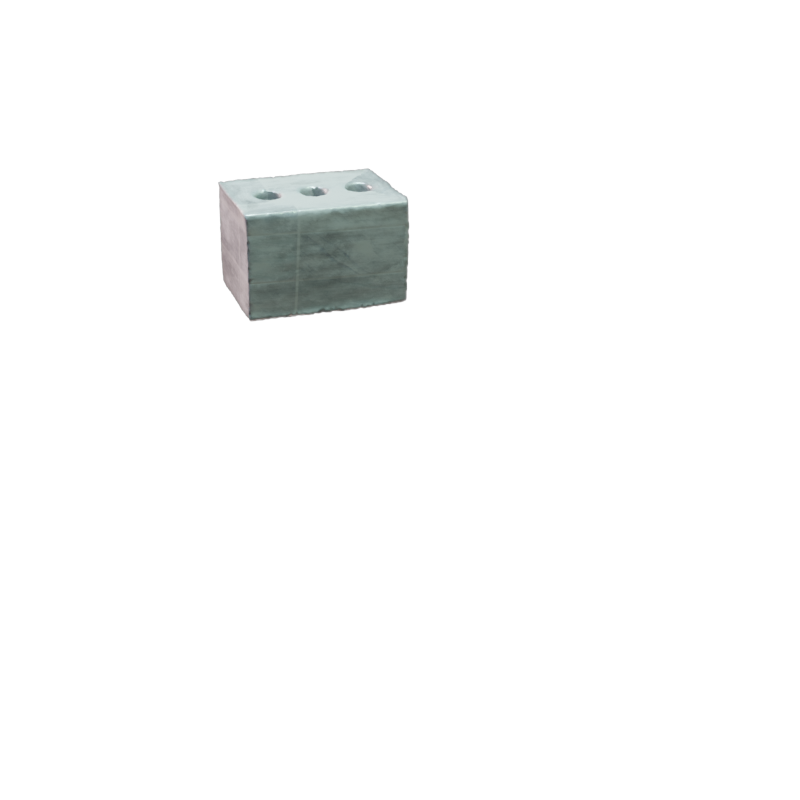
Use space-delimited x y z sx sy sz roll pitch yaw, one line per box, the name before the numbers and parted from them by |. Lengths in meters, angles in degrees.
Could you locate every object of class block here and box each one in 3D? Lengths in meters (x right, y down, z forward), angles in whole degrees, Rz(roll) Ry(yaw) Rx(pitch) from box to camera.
block | -0.040 -0.073 0.513 0.077 0.049 0.056 -8 25 -18
